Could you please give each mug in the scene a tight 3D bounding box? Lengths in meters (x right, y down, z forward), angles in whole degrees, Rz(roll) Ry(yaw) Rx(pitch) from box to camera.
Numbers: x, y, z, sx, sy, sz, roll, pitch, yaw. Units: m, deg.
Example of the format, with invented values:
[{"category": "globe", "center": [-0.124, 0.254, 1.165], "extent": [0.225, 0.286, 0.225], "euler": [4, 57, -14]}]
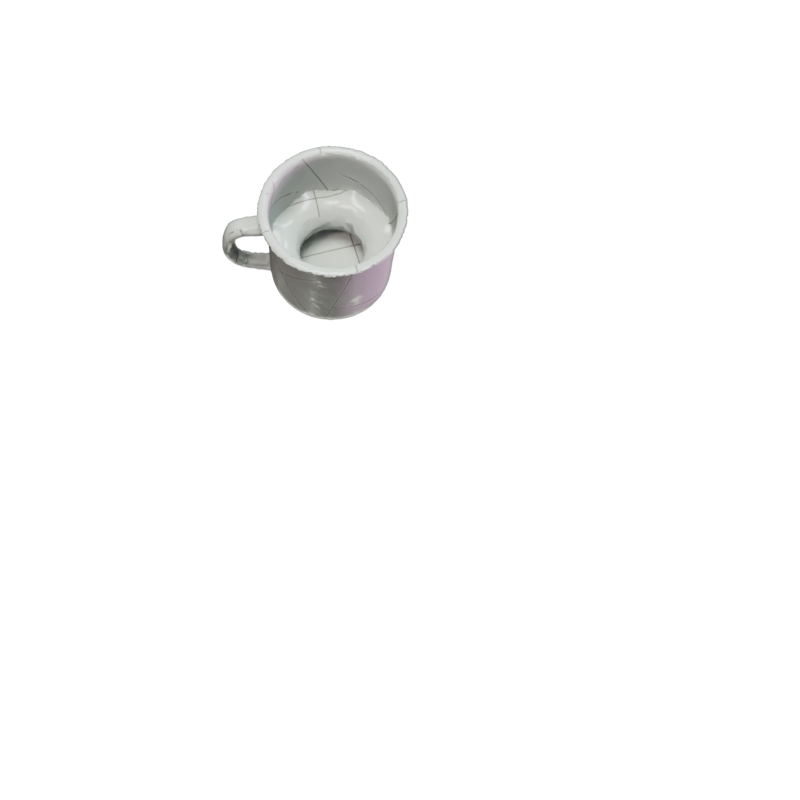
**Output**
[{"category": "mug", "center": [-0.056, -0.102, 0.716], "extent": [0.117, 0.099, 0.077], "euler": [-6, -25, -4]}]
